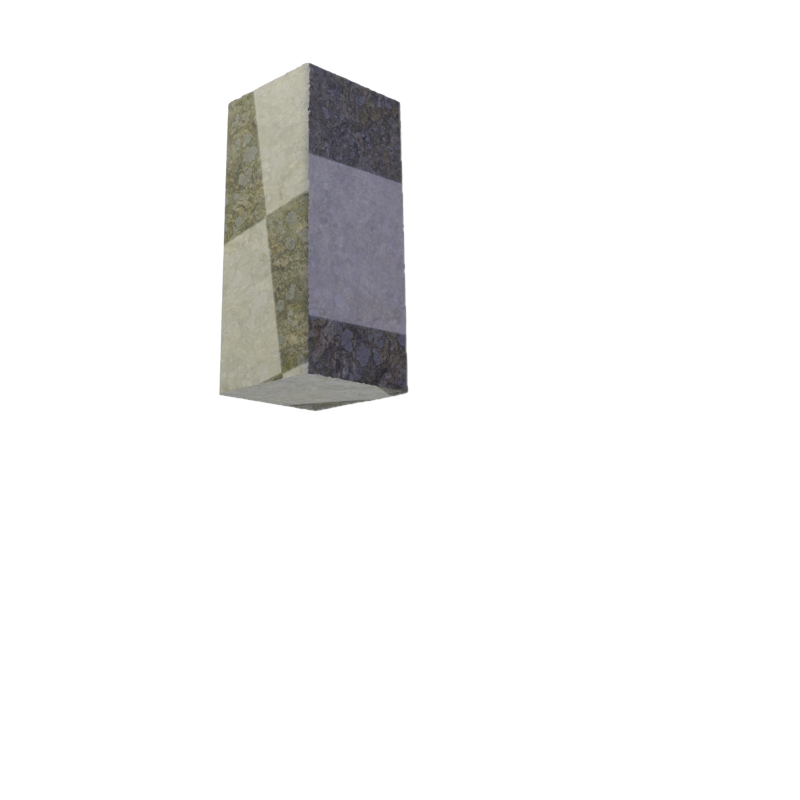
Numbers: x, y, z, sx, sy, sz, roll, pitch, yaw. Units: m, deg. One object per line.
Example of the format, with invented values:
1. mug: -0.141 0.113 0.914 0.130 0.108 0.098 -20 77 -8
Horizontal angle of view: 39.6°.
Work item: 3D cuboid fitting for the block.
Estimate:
1. block: -0.058 -0.106 0.743 0.086 0.215 0.091 15 -24 -43
